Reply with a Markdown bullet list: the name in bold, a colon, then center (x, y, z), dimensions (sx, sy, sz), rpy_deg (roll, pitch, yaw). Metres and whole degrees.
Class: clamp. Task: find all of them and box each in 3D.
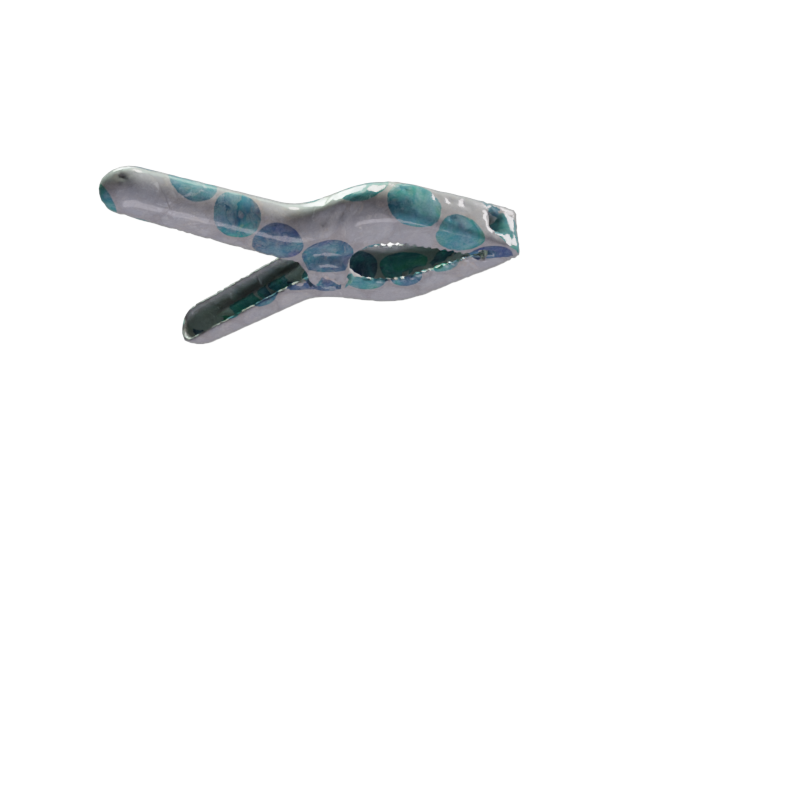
- **clamp**: center (-0.046, -0.084, 0.587), dimensions (0.213, 0.039, 0.153), rpy_deg (-6, -25, 13)
